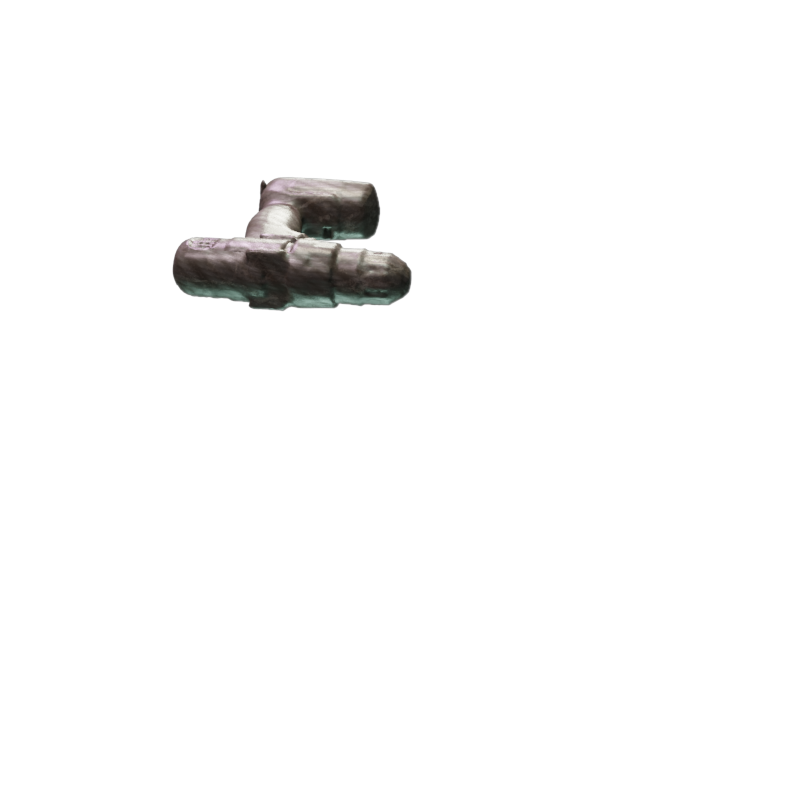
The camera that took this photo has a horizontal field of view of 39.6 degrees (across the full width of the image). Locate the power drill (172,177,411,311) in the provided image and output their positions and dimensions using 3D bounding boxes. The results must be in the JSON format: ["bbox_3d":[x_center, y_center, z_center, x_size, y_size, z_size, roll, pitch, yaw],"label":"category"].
[{"bbox_3d":[-0.070,-0.128,0.900,0.188,0.055,0.193,6,26,11],"label":"power drill"}]
